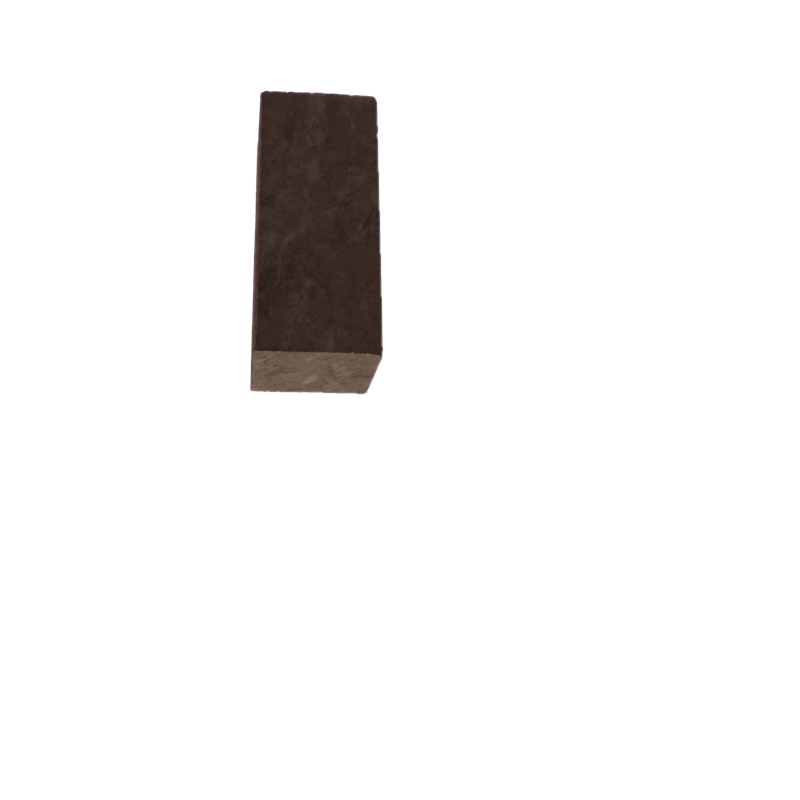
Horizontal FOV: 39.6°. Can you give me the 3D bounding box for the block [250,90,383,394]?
[{"bbox_3d":[-0.064,-0.118,0.826,0.089,0.217,0.087,1,-23,-7],"label":"block"}]
